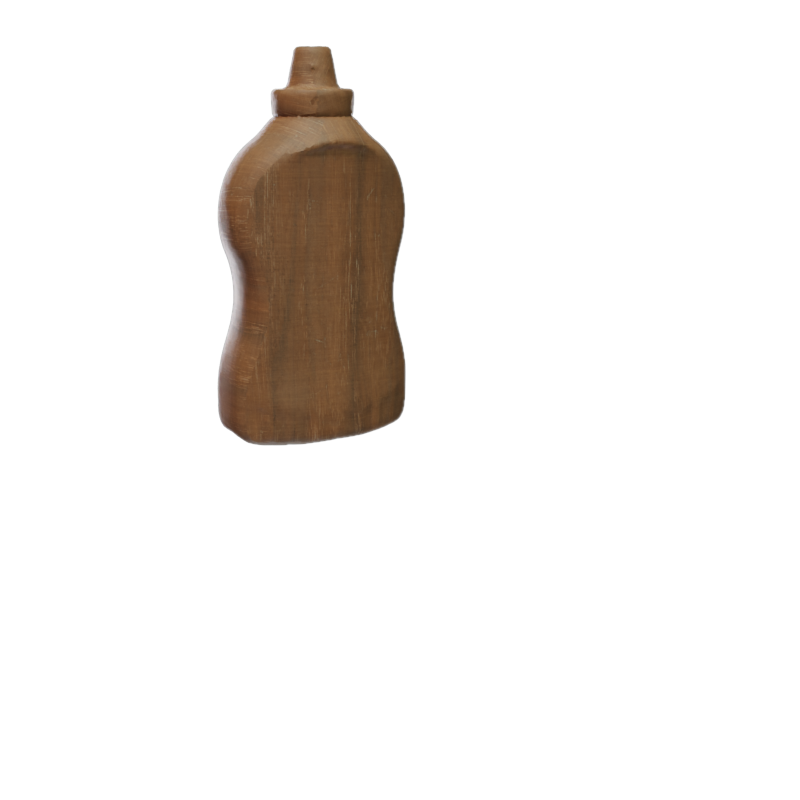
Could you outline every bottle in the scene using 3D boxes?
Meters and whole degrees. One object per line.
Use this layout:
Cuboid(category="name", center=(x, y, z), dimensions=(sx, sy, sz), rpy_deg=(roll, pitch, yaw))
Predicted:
Cuboid(category="bottle", center=(-0.044, -0.079, 0.553), dimensions=(0.093, 0.188, 0.061), rpy_deg=(-5, 11, -28))
